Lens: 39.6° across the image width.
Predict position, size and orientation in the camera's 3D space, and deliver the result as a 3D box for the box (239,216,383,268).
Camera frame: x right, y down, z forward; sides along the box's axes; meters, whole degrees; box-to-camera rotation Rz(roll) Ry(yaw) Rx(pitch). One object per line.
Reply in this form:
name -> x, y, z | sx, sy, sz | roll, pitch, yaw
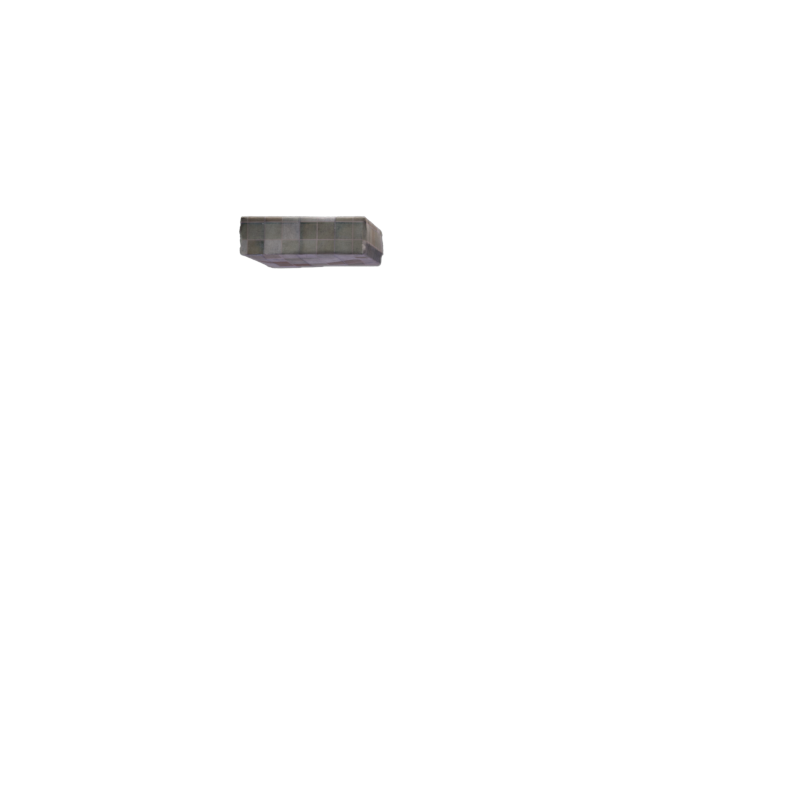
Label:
box -> -0.077, -0.141, 0.985 | 0.115, 0.039, 0.087 | 0, -2, 11
